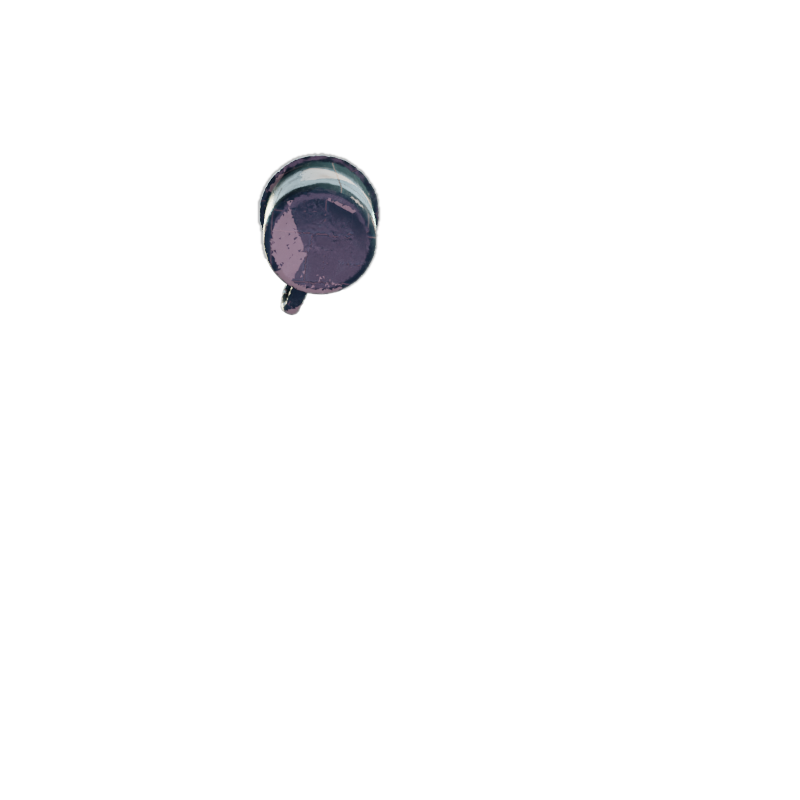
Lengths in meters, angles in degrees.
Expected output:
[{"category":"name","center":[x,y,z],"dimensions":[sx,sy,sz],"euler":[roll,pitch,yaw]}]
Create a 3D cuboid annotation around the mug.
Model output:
[{"category":"mug","center":[-0.064,-0.117,0.820],"dimensions":[0.092,0.114,0.085],"euler":[22,17,-9]}]
